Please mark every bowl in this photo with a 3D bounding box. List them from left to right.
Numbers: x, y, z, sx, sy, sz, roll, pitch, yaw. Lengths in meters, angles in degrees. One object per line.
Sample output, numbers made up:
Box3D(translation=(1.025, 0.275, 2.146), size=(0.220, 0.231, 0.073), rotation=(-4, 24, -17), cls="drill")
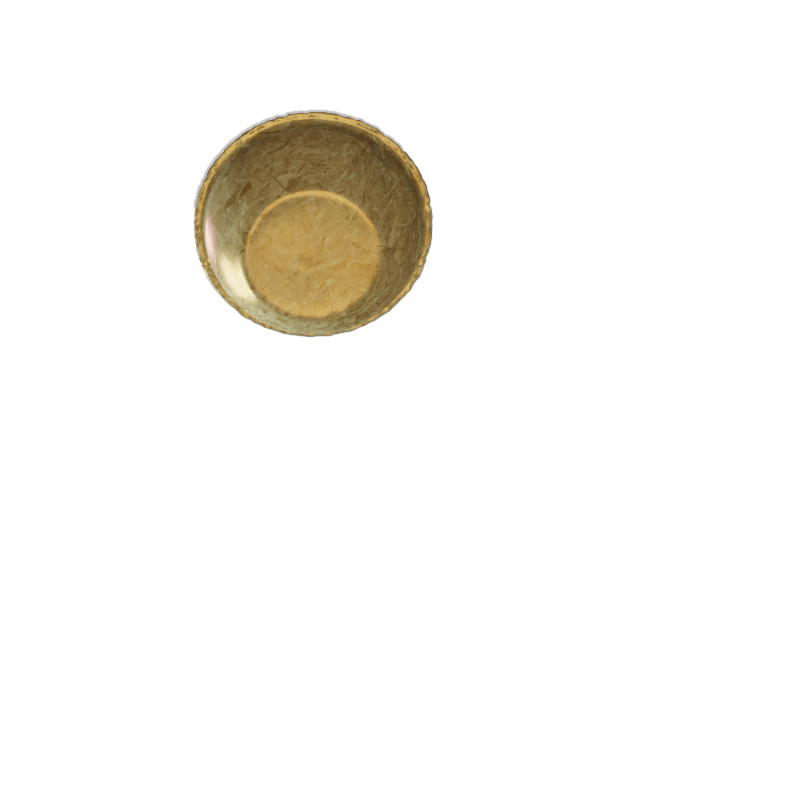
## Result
Box3D(translation=(-0.057, -0.103, 0.722), size=(0.162, 0.154, 0.058), rotation=(1, 23, -1), cls="bowl")
